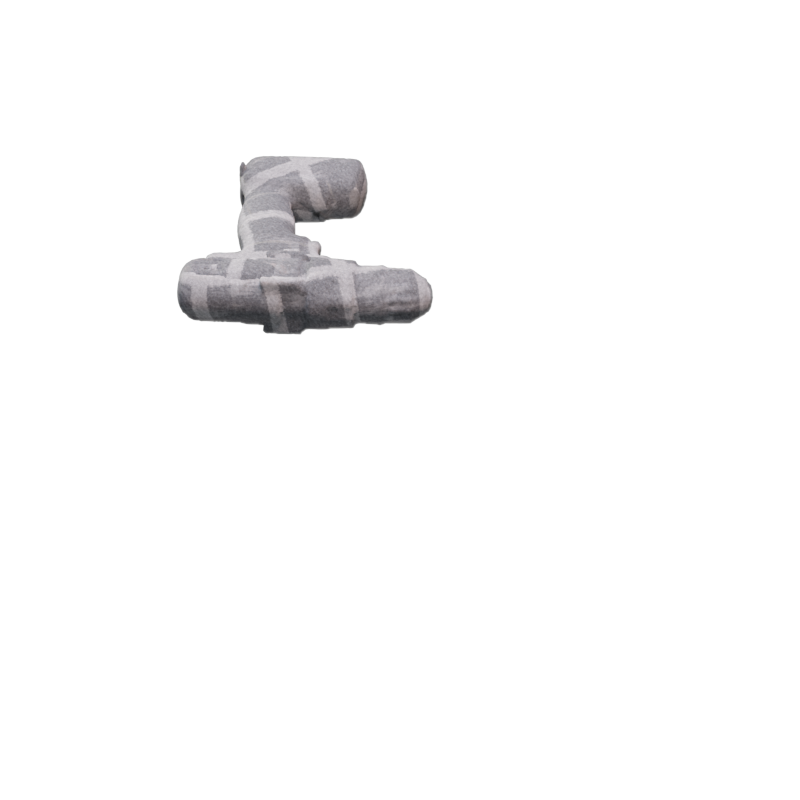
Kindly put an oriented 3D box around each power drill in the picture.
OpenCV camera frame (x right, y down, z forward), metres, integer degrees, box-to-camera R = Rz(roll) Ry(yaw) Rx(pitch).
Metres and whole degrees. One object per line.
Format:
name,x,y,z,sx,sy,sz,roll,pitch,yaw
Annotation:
power drill,-0.067,-0.122,0.858,0.185,0.054,0.199,2,37,3
